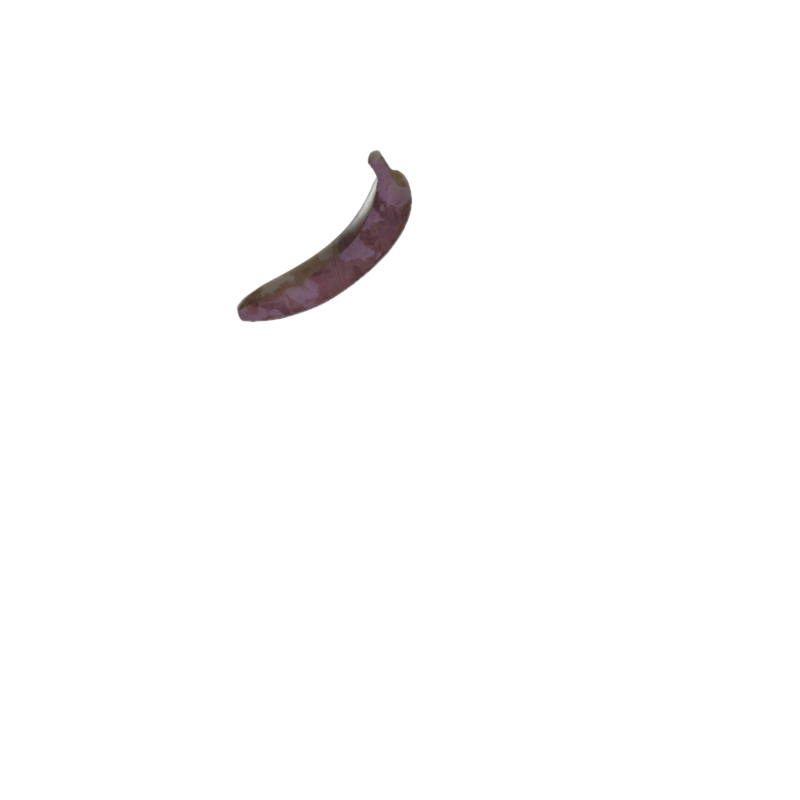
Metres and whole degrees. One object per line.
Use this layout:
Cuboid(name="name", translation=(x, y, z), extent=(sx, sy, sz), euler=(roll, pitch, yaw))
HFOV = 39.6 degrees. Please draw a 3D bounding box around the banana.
Cuboid(name="banana", translation=(-0.049, -0.116, 0.847), extent=(0.066, 0.039, 0.193), euler=(27, -51, -25))
